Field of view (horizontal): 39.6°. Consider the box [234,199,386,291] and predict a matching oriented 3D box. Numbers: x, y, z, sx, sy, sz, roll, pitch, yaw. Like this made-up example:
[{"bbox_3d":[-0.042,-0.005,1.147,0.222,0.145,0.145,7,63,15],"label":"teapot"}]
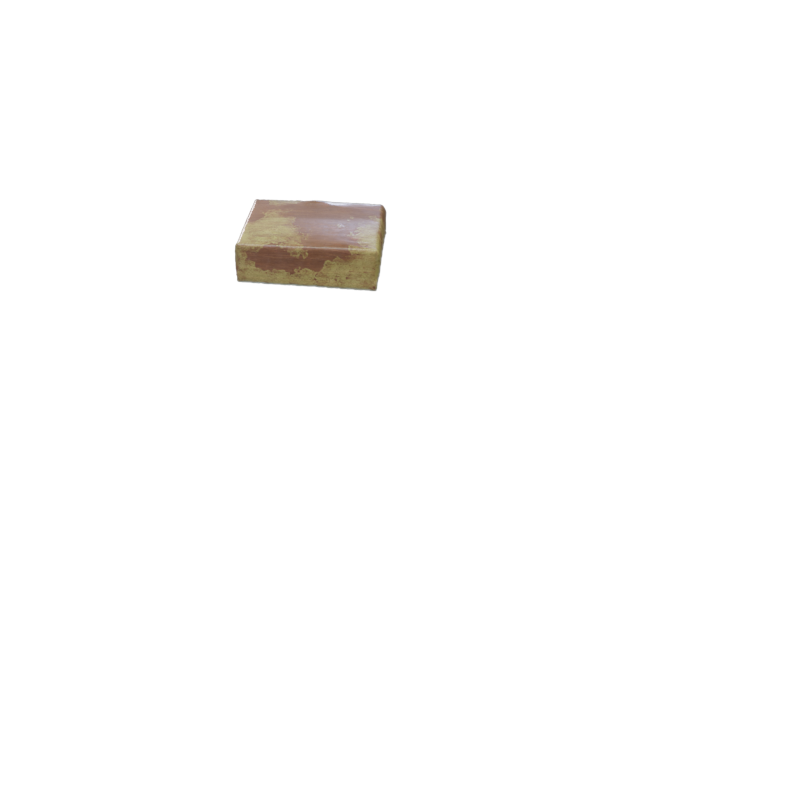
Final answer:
[{"bbox_3d":[-0.055,-0.100,0.704,0.090,0.028,0.077,3,31,4],"label":"box"}]
